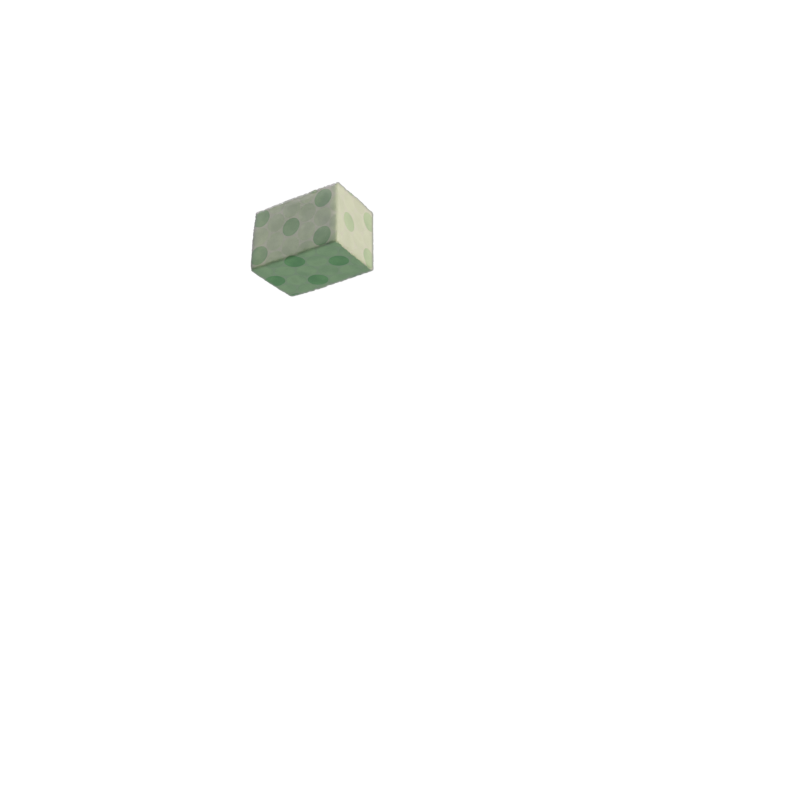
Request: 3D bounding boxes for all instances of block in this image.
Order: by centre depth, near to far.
[{"bbox_3d":[-0.065,-0.118,0.829,0.079,0.054,0.049,-16,-31,27],"label":"block"}]
